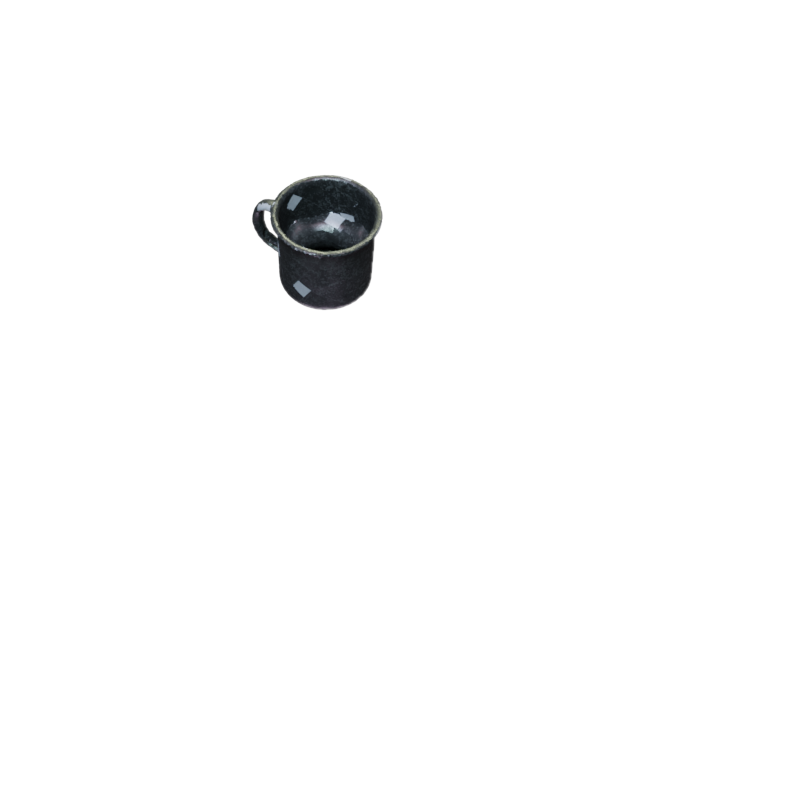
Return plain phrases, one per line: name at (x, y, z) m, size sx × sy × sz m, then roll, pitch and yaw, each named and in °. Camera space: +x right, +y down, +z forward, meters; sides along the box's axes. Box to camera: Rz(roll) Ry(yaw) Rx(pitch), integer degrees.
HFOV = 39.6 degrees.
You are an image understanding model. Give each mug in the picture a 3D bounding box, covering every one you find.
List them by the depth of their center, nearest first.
mug at (-0.074, -0.135, 0.949) m, size 0.121 × 0.097 × 0.076 m, roll 20°, pitch -36°, yaw 14°
